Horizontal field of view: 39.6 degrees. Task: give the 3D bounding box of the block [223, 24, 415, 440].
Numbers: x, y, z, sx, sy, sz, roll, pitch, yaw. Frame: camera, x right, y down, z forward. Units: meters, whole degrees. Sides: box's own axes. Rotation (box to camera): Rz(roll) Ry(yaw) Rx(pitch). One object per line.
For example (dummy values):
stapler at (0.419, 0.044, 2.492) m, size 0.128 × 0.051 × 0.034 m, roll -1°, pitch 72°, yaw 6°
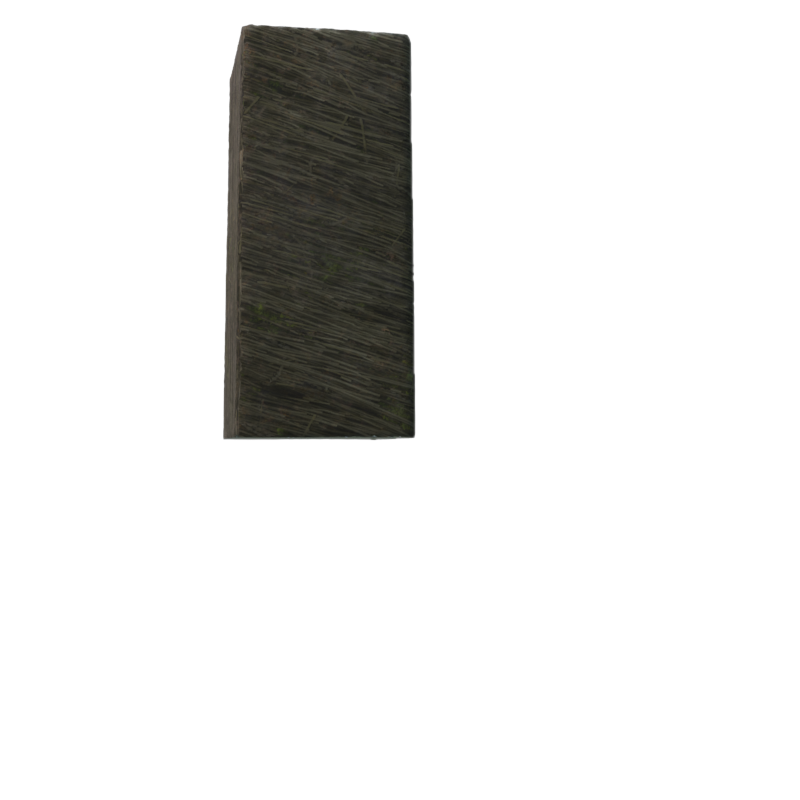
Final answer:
block at (-0.045, -0.084, 0.589) m, size 0.089 × 0.211 × 0.090 m, roll 1°, pitch -9°, yaw -11°
